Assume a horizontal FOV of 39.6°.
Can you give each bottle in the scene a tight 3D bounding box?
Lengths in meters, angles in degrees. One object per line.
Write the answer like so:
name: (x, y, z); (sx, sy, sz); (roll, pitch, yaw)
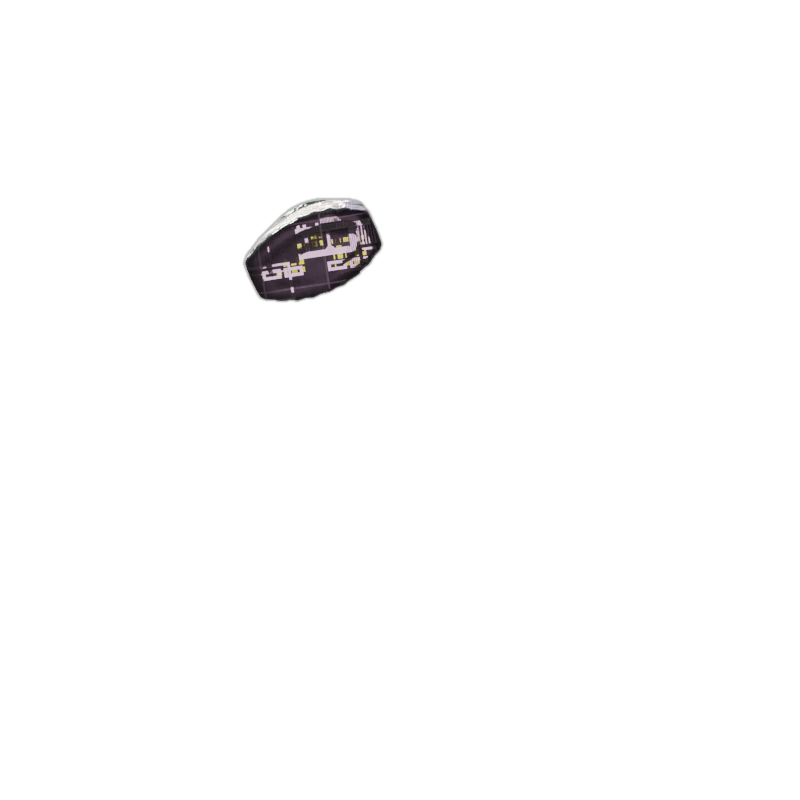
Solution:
bottle: (-0.067, -0.123, 0.863); (0.096, 0.057, 0.197); (-25, 14, 2)
